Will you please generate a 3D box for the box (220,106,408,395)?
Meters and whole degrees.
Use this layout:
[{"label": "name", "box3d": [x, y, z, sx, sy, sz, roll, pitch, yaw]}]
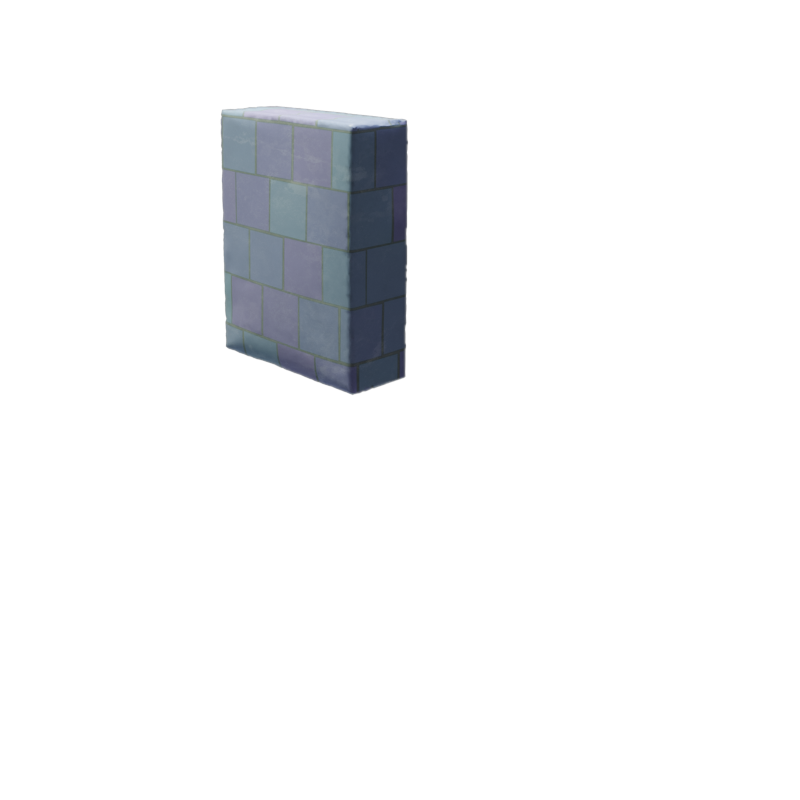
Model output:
[{"label": "box", "box3d": [-0.072, -0.131, 0.919, 0.070, 0.207, 0.174, -12, 20, -42]}]
